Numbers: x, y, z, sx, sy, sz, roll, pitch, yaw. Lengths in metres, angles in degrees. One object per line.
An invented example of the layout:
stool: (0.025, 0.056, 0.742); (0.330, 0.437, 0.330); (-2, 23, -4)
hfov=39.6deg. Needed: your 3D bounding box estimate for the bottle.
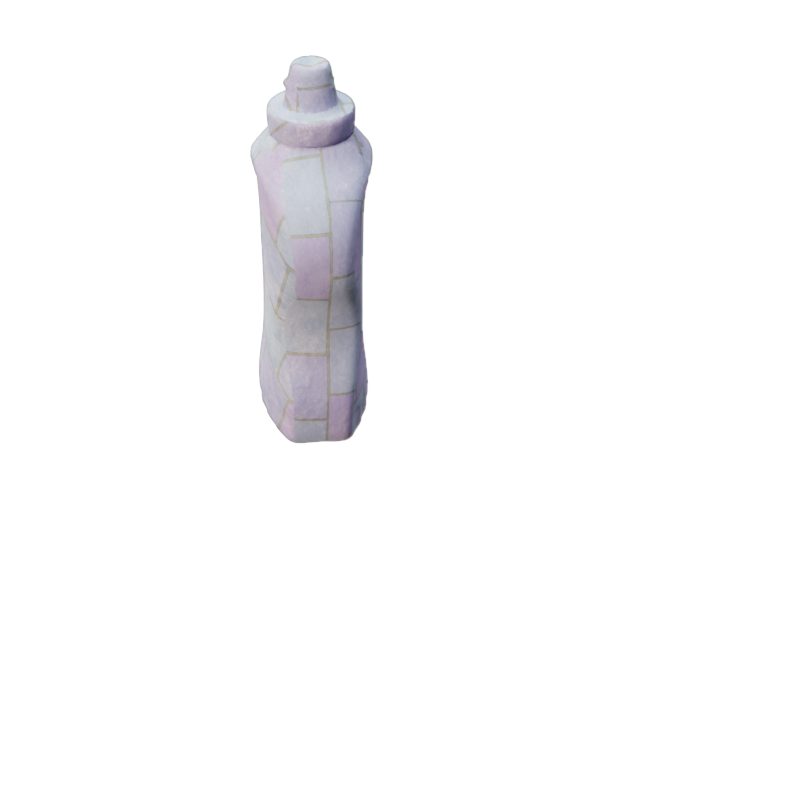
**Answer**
bottle: (-0.044, -0.078, 0.550); (0.058, 0.179, 0.103); (-1, 36, -6)
